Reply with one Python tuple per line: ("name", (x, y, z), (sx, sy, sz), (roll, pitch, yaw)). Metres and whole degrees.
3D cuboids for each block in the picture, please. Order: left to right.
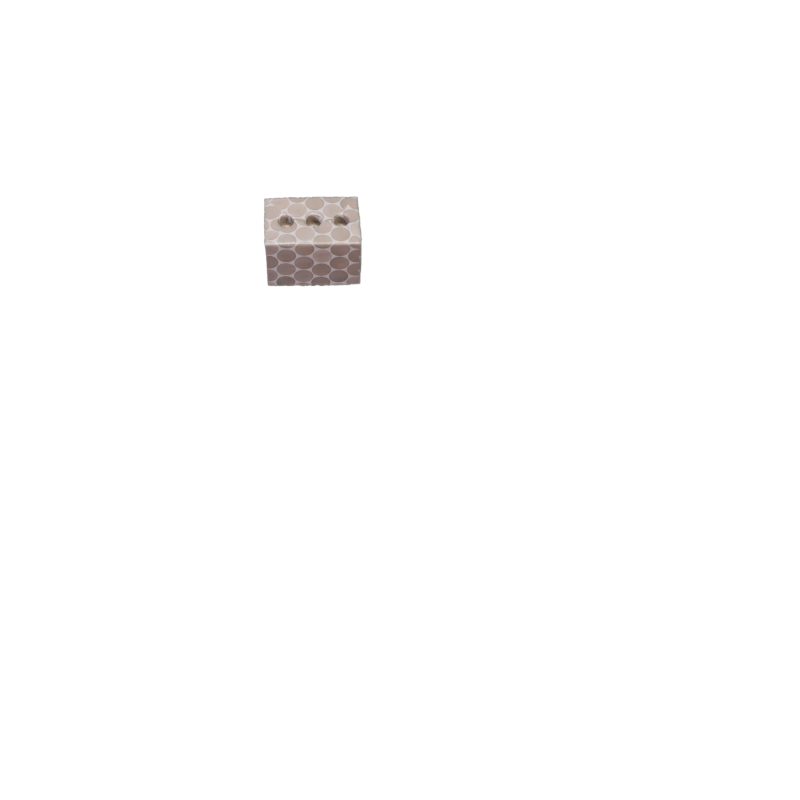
("block", (-0.070, -0.127, 0.890), (0.078, 0.057, 0.048), (-2, -39, -3))
